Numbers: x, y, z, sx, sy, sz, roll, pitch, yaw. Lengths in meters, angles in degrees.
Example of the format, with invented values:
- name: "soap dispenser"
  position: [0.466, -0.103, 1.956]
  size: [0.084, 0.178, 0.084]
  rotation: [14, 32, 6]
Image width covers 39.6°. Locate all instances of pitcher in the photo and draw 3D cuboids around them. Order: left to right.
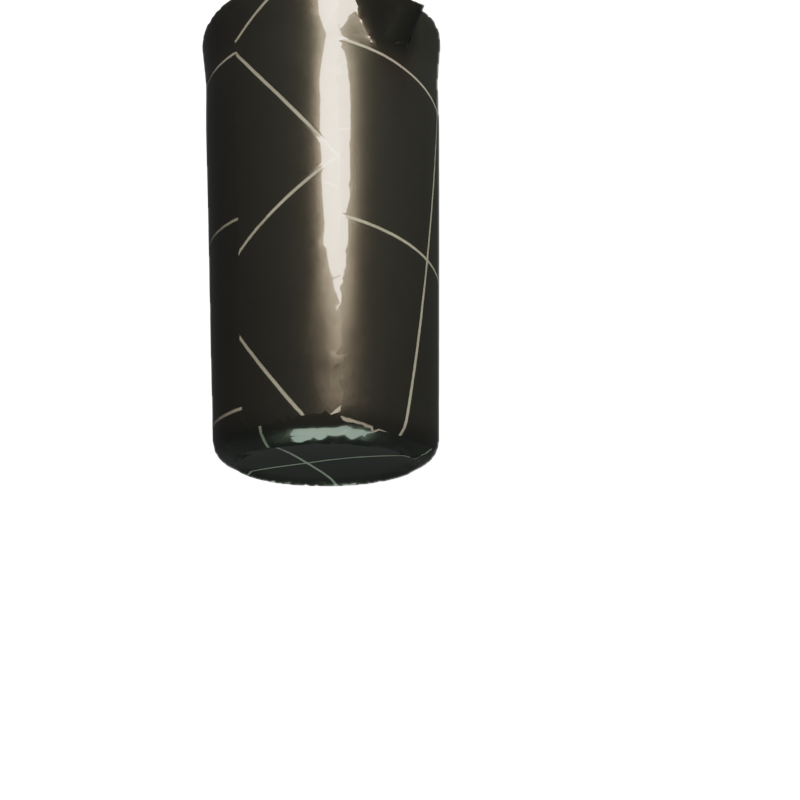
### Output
- name: "pitcher"
  position: [-0.046, -0.083, 0.583]
  size: [0.146, 0.256, 0.140]
  rotation: [-5, -22, 8]
